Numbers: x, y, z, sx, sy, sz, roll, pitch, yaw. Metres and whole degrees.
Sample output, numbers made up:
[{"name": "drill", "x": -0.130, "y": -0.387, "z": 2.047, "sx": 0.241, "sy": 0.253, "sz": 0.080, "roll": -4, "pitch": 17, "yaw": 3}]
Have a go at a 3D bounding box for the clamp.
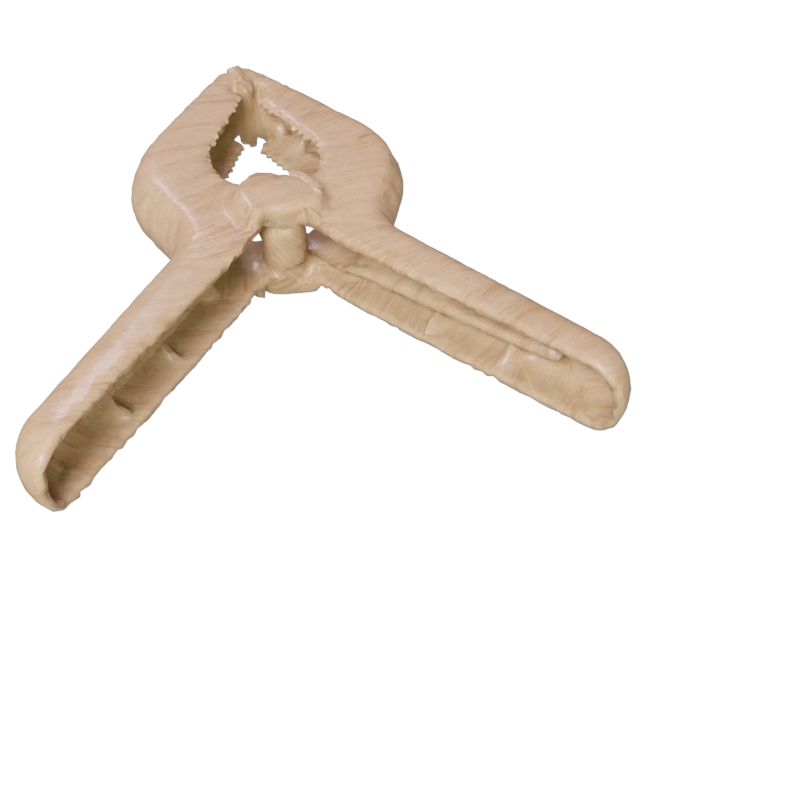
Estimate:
[{"name": "clamp", "x": -0.029, "y": -0.052, "z": 0.364, "sx": 0.164, "sy": 0.034, "sz": 0.226, "roll": -4, "pitch": 40, "yaw": -4}]
